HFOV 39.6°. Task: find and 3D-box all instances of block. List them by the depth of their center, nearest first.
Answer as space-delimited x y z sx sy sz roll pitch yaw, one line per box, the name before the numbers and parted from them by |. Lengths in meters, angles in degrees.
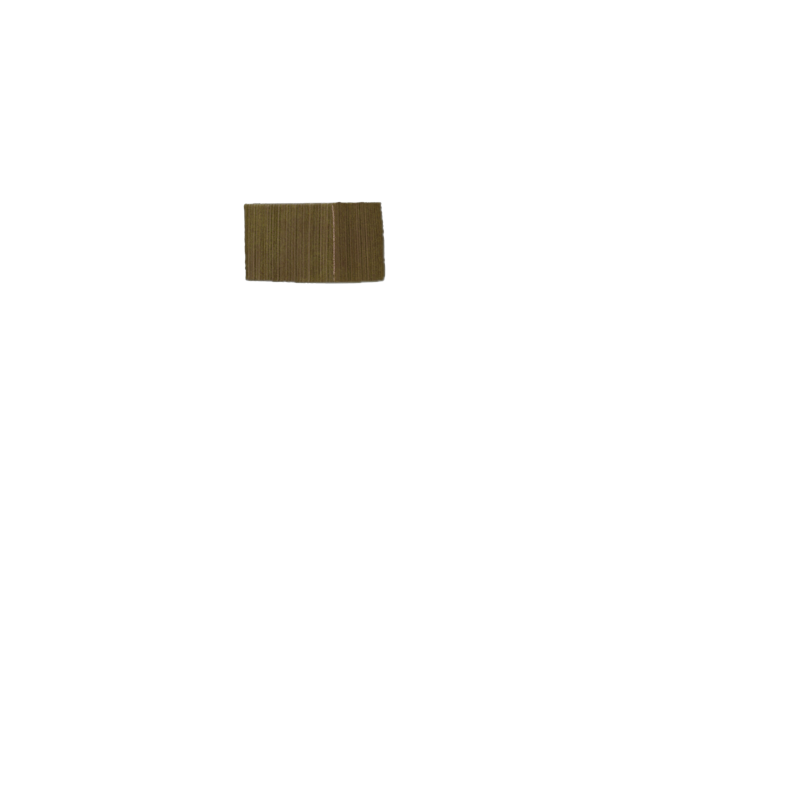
block | -0.056 -0.102 0.713 0.081 0.051 0.051 5 7 37
